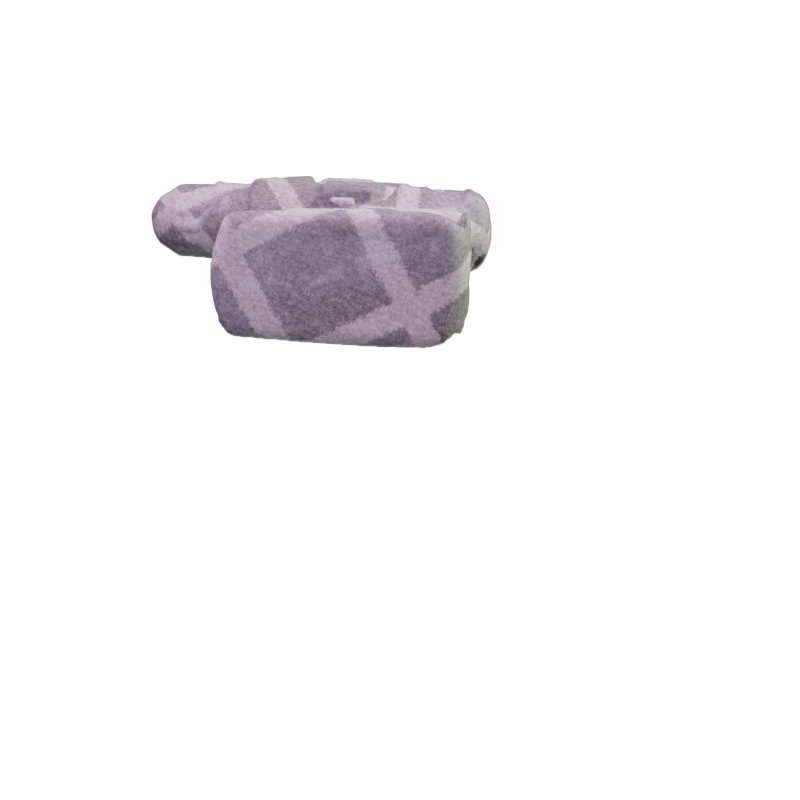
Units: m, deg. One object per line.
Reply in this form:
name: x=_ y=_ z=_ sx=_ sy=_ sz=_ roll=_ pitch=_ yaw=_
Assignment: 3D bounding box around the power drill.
power drill: x=-0.042 y=-0.077 z=0.537 sx=0.185 sy=0.056 sz=0.193 roll=0 pitch=17 yaw=1
